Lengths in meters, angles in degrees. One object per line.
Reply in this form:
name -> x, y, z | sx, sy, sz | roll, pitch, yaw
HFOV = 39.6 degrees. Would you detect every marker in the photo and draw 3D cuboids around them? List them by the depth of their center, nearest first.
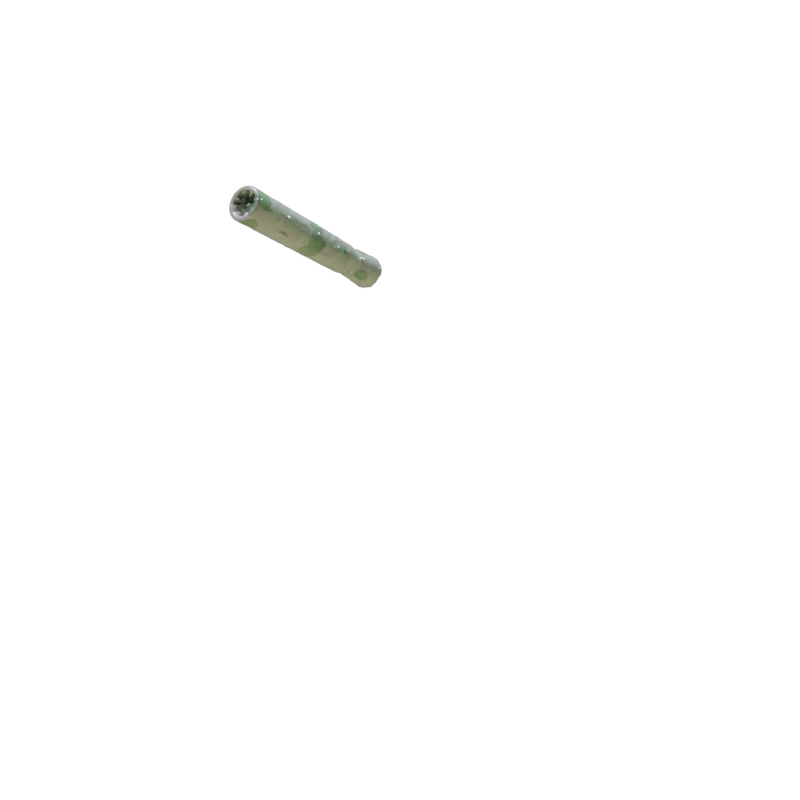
marker -> -0.046, -0.083, 0.585 | 0.020, 0.020, 0.113 | 3, -11, 34
